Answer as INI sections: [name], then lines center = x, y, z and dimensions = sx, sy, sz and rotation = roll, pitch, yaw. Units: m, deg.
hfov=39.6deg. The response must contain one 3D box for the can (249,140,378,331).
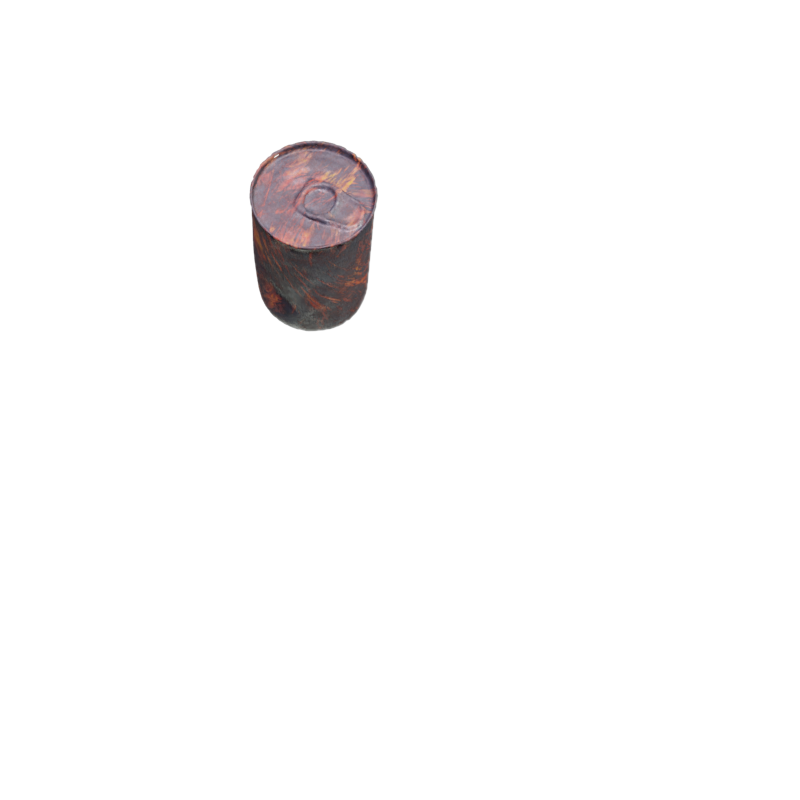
[can]
center = -0.049, -0.090, 0.629
dimensions = 0.068, 0.073, 0.096
rotation = 0, -26, -3
